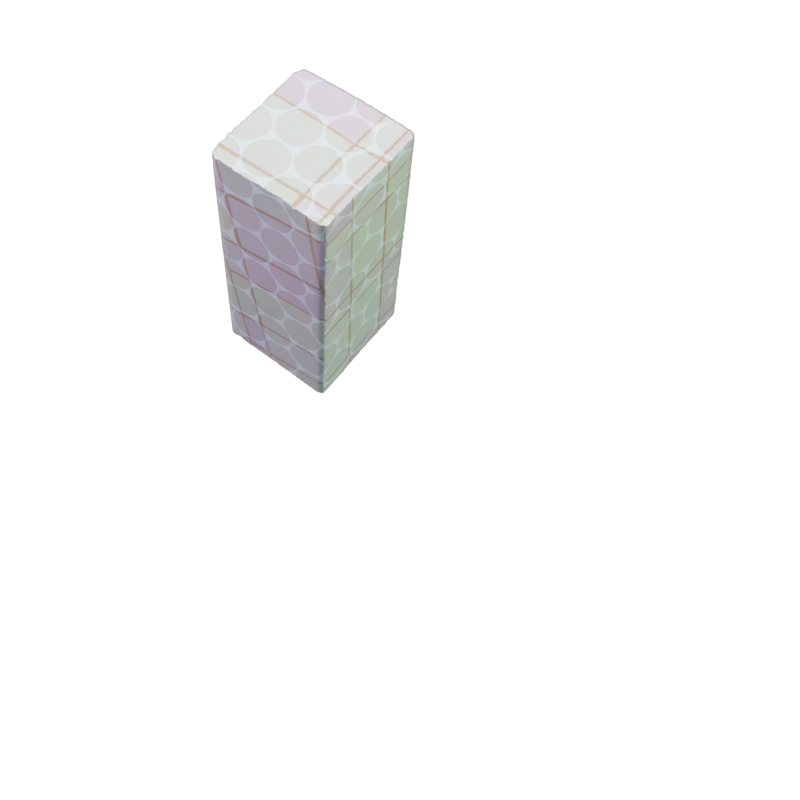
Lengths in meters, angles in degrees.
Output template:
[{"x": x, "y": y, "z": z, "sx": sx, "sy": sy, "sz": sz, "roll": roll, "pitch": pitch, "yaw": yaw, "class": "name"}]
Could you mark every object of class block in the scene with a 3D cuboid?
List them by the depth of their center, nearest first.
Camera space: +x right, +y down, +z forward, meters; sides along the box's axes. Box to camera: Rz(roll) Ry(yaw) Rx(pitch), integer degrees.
[{"x": -0.058, "y": -0.106, "z": 0.738, "sx": 0.094, "sy": 0.093, "sz": 0.194, "roll": 34, "pitch": -26, "yaw": 14, "class": "block"}]
